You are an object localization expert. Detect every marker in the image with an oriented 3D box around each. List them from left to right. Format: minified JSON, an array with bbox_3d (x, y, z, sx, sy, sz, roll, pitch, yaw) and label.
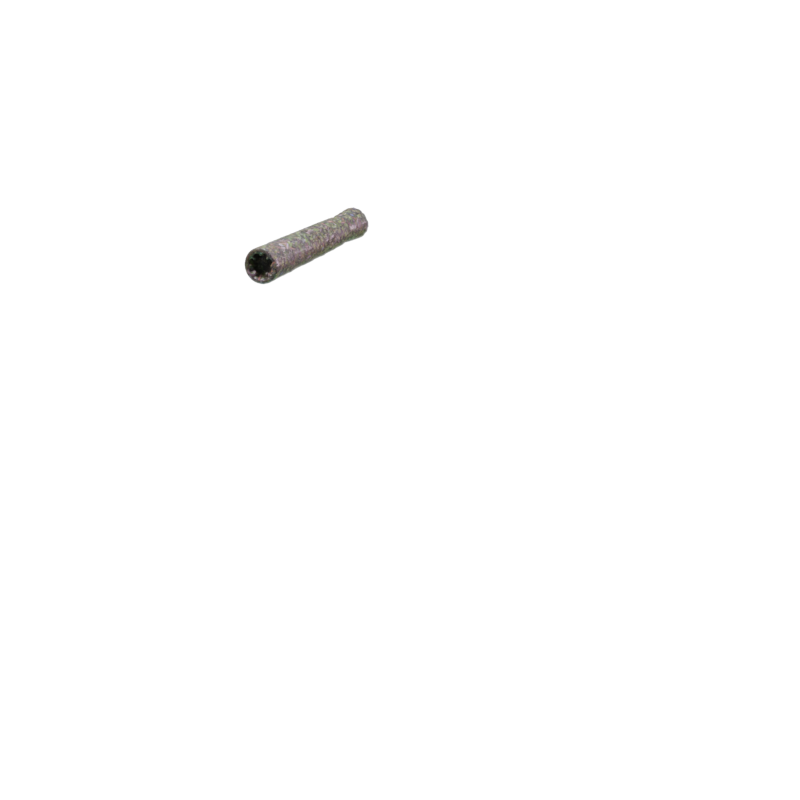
[{"bbox_3d":[-0.047,-0.086,0.605,0.020,0.019,0.121,1,19,23],"label":"marker"}]
